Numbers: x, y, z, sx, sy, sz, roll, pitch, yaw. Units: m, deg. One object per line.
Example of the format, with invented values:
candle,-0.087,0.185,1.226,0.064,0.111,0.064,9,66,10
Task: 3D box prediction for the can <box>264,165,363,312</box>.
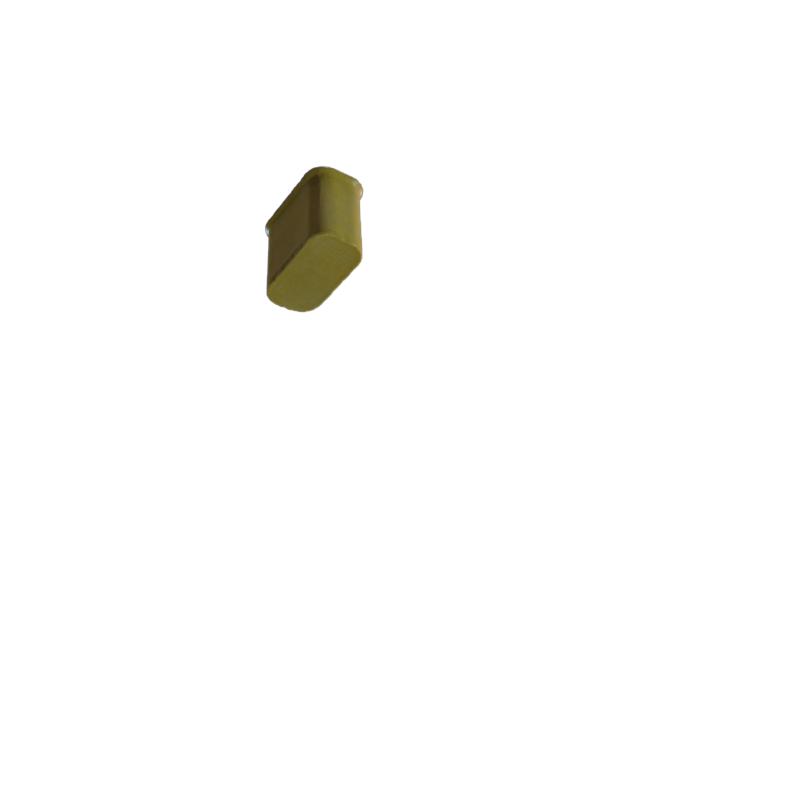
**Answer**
can,-0.075,-0.137,0.958,0.055,0.090,0.099,24,-48,-26
